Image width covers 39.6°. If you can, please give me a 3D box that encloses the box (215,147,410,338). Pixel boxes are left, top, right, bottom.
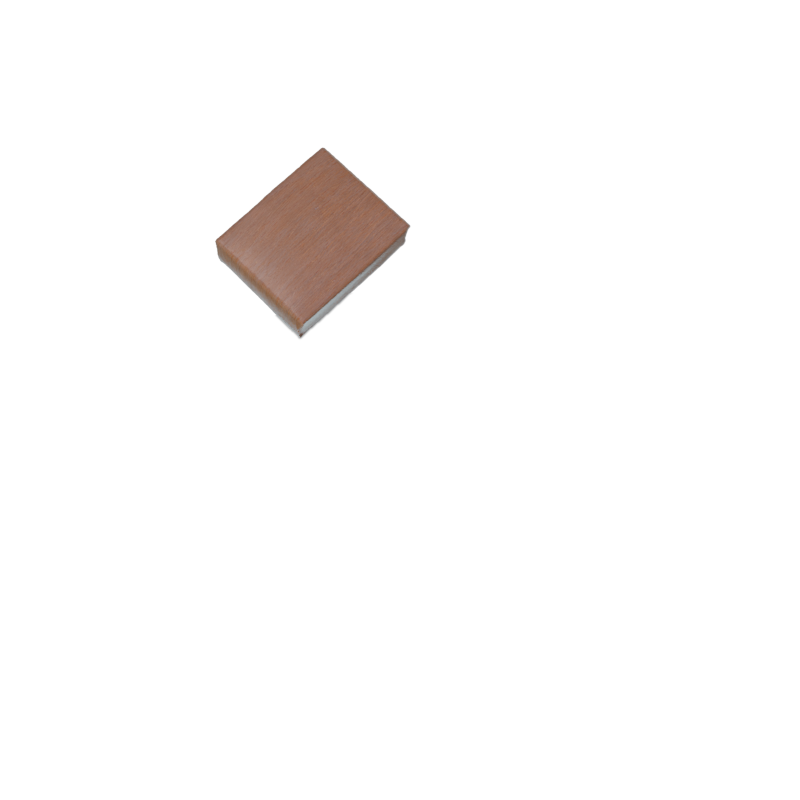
[{"bbox_3d":[-0.063,-0.115,0.804,0.093,0.115,0.037,42,-16,14],"label":"box"}]
